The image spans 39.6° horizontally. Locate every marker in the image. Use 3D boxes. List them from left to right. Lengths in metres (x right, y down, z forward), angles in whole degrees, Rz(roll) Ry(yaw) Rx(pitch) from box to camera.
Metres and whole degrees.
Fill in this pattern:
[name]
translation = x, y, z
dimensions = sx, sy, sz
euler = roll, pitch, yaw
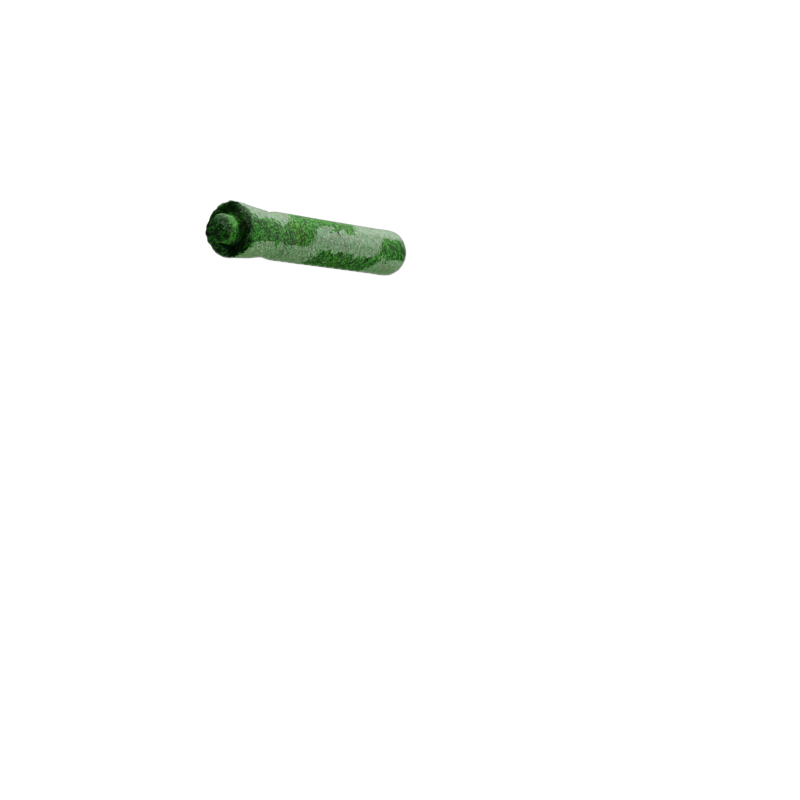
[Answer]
[marker]
translation = -0.032, -0.058, 0.404
dimensions = 0.020, 0.020, 0.117
euler = 2, 4, 27
